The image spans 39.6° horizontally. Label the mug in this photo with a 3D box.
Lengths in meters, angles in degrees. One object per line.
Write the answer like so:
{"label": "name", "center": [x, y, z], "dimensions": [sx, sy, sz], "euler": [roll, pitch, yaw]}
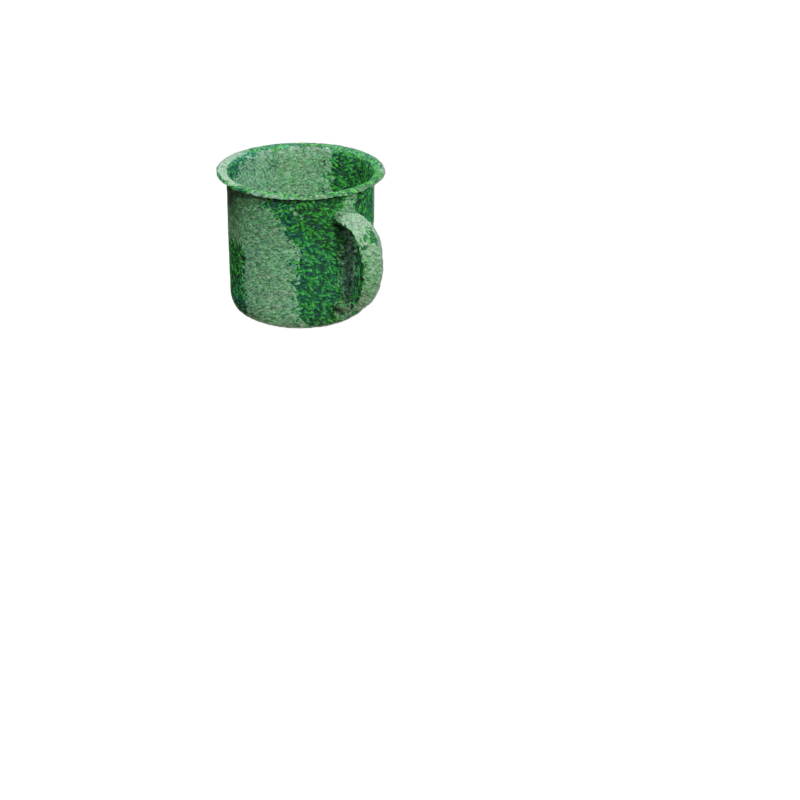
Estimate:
{"label": "mug", "center": [-0.048, -0.088, 0.616], "dimensions": [0.092, 0.077, 0.125], "euler": [-19, 33, -34]}
